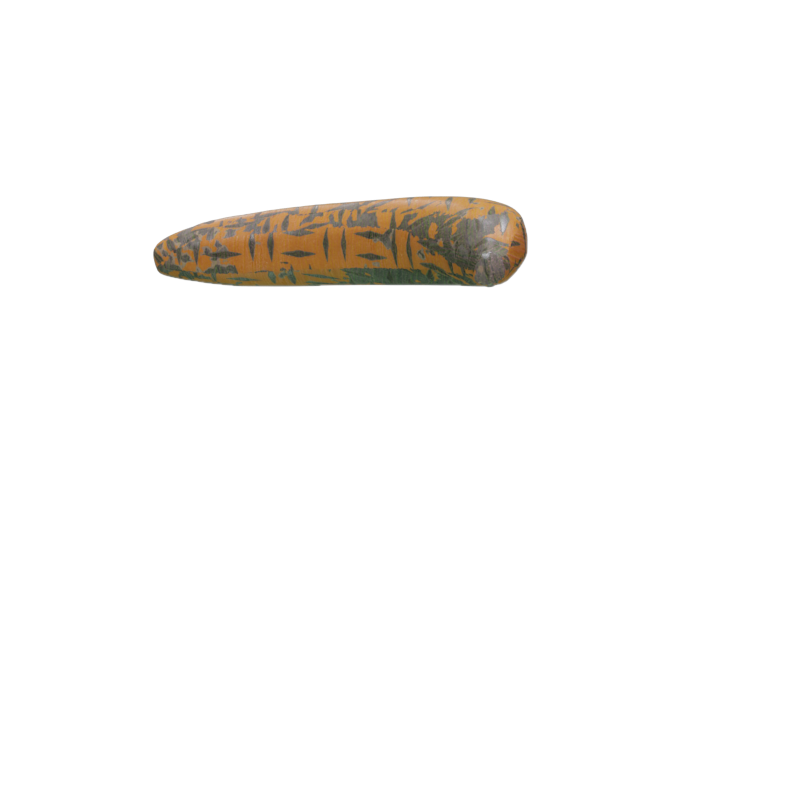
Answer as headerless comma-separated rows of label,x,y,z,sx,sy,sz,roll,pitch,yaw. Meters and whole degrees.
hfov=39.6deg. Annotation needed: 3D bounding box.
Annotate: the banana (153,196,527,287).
banana,-0.020,-0.065,0.460,0.206,0.037,0.067,5,7,44
